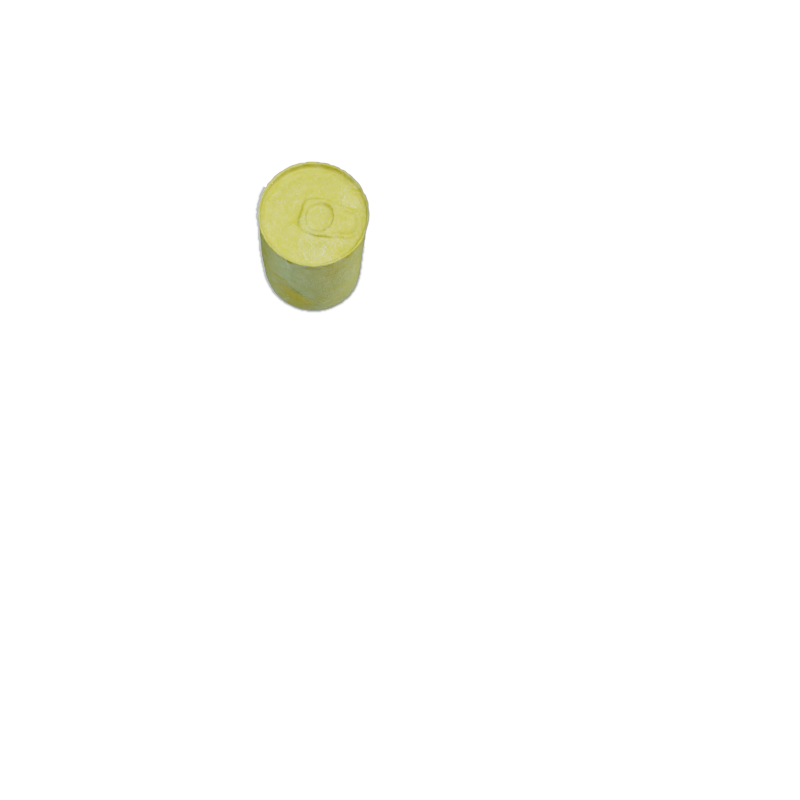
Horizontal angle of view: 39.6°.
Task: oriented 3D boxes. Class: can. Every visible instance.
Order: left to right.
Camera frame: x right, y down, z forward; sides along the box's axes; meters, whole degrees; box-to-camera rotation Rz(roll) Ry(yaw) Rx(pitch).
[{"bbox_3d":[-0.056,-0.102,0.716,0.068,0.071,0.098,0,-15,-3],"label":"can"}]
